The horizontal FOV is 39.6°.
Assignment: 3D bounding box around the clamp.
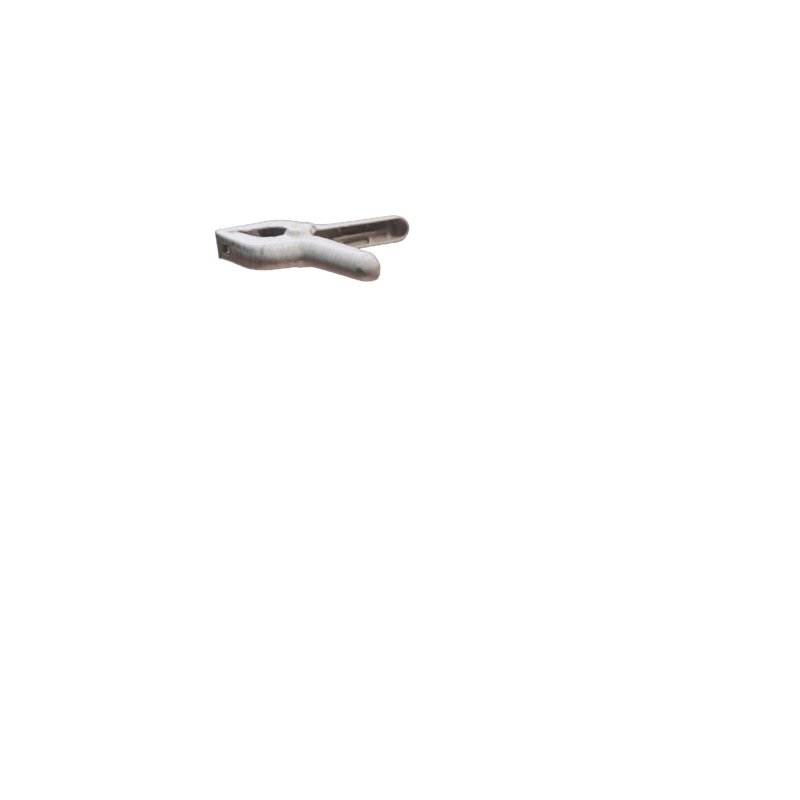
[{"bbox_3d":[-0.077,-0.140,0.983,0.178,0.038,0.121,10,23,23],"label":"clamp"}]
